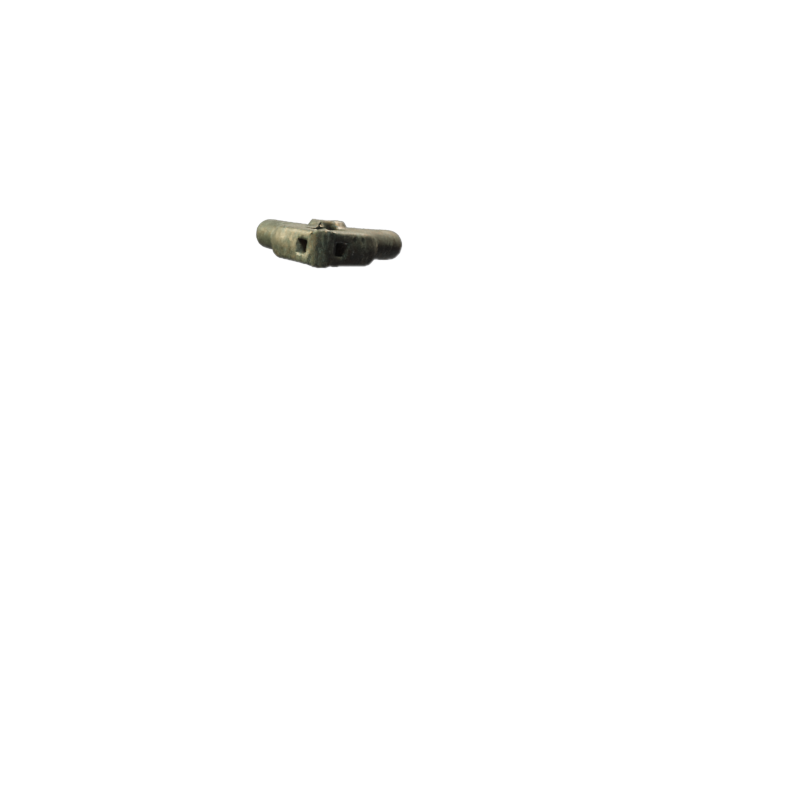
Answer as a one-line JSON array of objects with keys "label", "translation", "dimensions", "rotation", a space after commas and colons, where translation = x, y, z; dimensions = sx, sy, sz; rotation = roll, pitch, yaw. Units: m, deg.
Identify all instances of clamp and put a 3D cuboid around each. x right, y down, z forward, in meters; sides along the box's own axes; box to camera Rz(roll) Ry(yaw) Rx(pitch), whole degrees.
[{"label": "clamp", "translation": [-0.067, -0.122, 0.858], "dimensions": [0.122, 0.039, 0.171], "rotation": [1, 7, 8]}]
